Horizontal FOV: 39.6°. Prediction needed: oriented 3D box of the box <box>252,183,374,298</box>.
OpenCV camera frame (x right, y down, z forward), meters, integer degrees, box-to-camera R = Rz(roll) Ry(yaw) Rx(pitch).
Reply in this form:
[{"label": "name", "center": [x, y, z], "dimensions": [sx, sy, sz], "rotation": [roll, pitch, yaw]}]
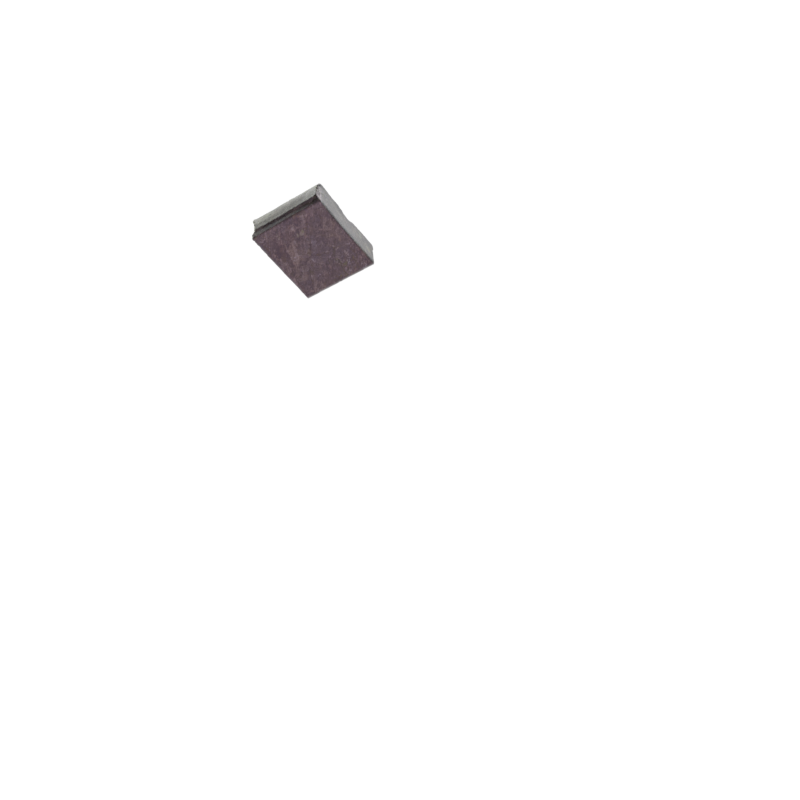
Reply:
[{"label": "box", "center": [-0.077, -0.141, 0.986], "dimensions": [0.073, 0.032, 0.083], "rotation": [-27, -54, 21]}]
